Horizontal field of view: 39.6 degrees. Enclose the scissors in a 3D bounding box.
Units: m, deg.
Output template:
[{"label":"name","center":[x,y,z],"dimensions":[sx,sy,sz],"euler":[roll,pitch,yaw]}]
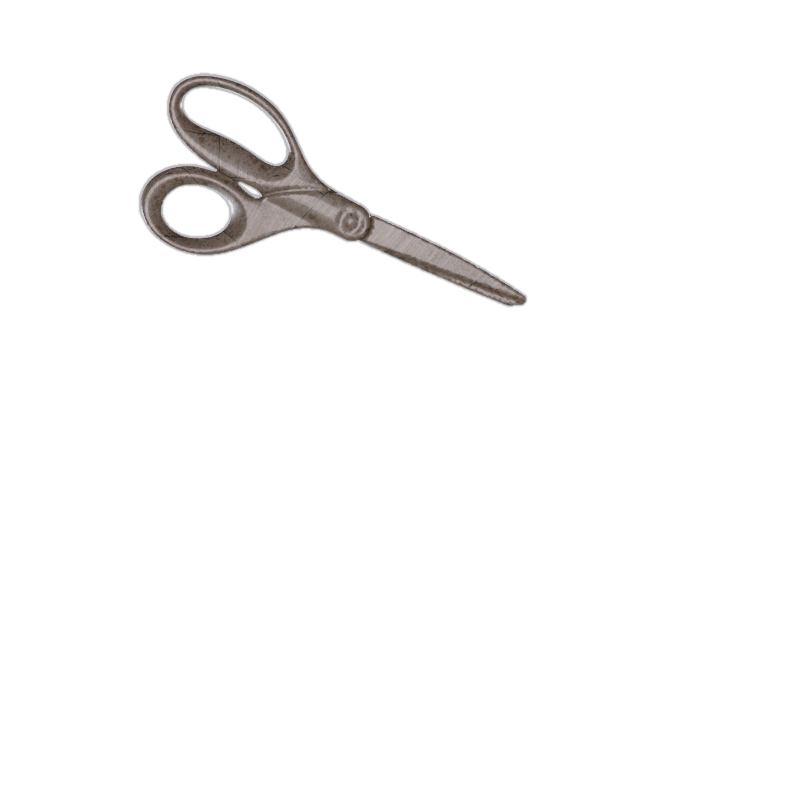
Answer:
[{"label":"scissors","center":[-0.043,-0.079,0.551],"dimensions":[0.199,0.096,0.016],"euler":[40,5,-4]}]
